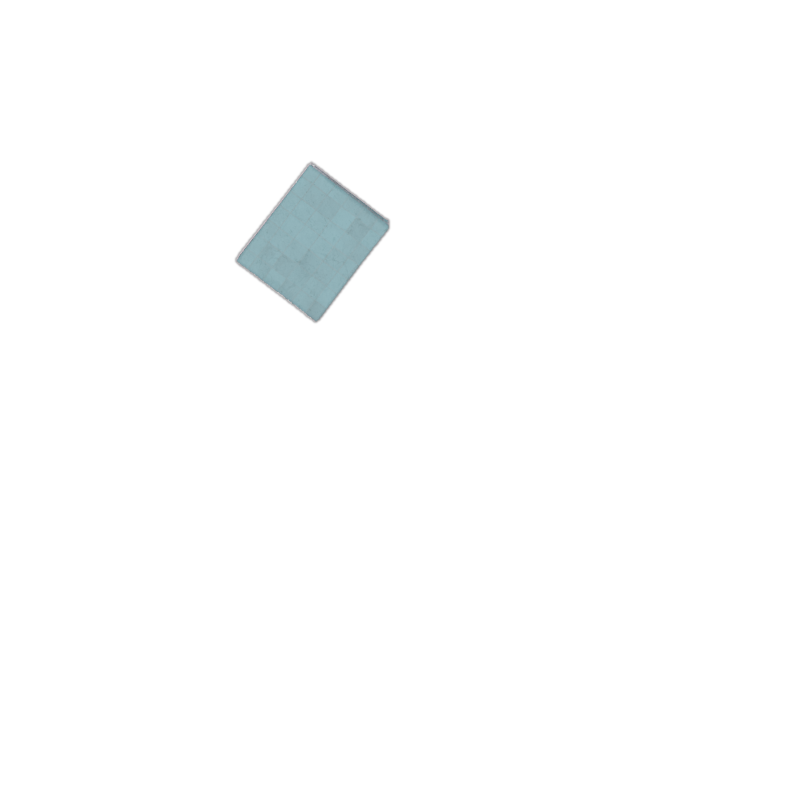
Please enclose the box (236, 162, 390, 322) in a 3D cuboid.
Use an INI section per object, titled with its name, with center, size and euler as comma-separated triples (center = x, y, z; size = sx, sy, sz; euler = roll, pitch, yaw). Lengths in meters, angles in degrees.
[box]
center = -0.062, -0.113, 0.789
size = 0.072, 0.089, 0.031
euler = 37, 4, -4
